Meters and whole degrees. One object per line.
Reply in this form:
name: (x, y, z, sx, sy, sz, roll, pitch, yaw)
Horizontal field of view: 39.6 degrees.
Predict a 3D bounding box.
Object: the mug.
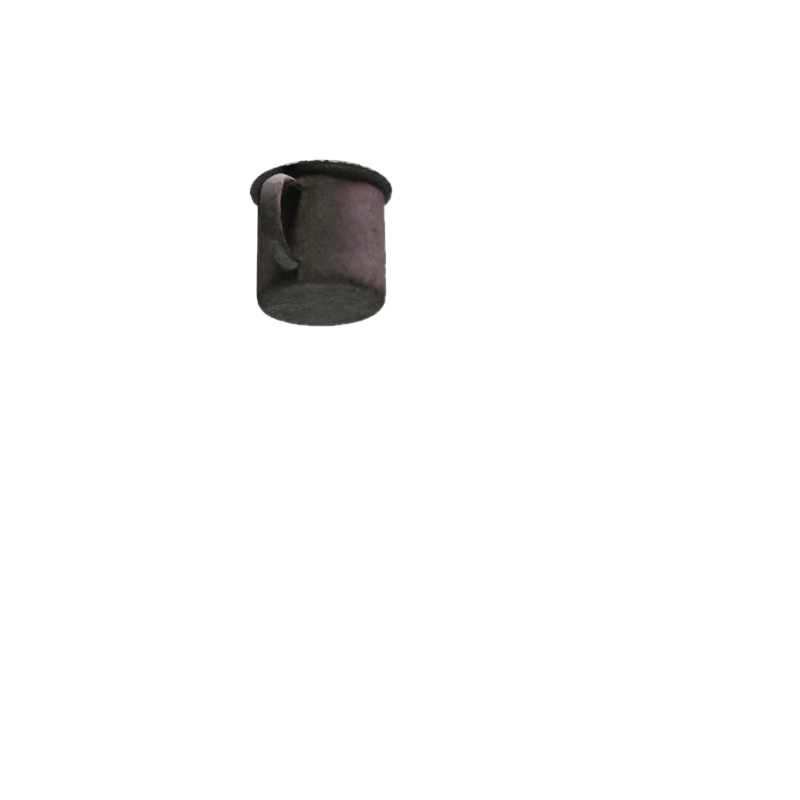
mug: (-0.055, -0.100, 0.697, 0.095, 0.085, 0.110, -8, -20, 21)
